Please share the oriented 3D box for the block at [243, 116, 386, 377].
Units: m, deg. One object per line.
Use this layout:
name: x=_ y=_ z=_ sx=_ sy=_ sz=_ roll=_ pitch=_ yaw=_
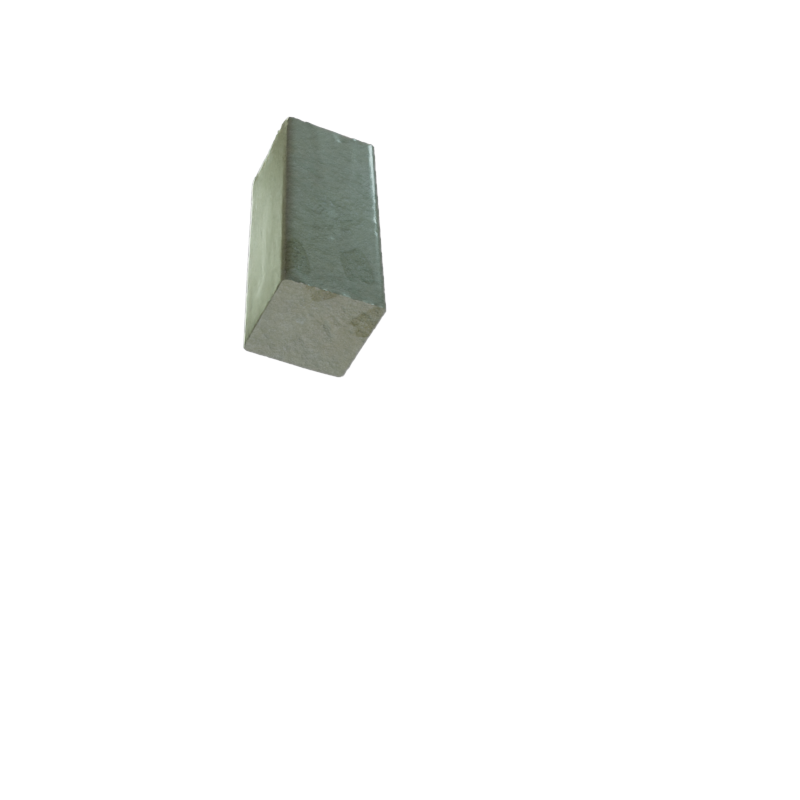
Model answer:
block: x=-0.075 y=-0.135 z=0.944 sx=0.087 sy=0.221 sz=0.087 roll=16 pitch=-46 yaw=-20
